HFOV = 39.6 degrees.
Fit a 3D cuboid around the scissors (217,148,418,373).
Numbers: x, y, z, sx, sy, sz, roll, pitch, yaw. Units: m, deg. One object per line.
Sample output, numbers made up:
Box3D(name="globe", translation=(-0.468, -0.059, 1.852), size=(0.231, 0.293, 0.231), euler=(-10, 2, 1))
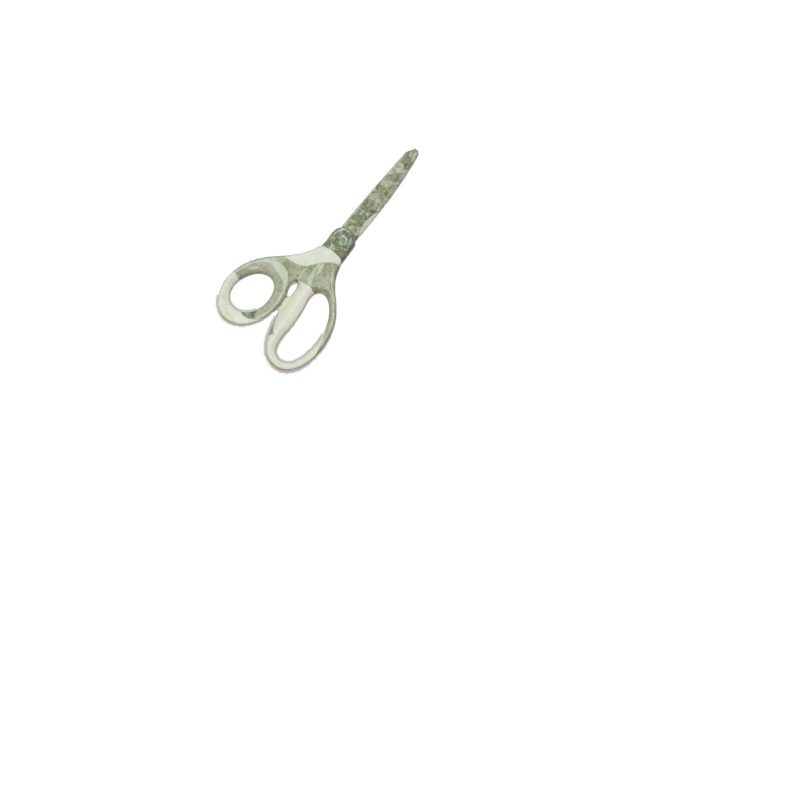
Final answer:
Box3D(name="scissors", translation=(-0.064, -0.117, 0.817), size=(0.098, 0.209, 0.015), euler=(18, -22, 7))
